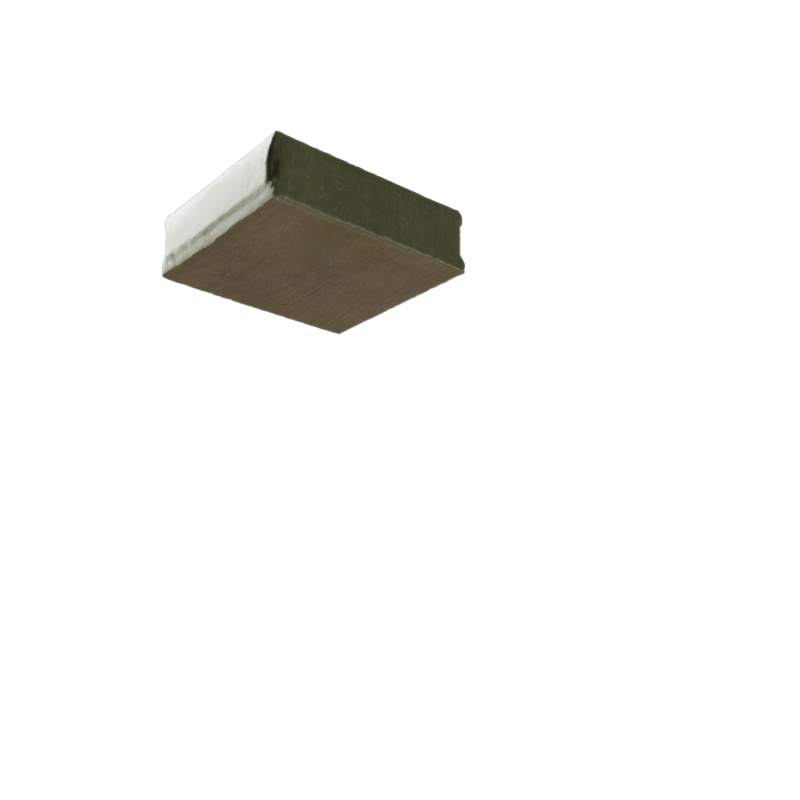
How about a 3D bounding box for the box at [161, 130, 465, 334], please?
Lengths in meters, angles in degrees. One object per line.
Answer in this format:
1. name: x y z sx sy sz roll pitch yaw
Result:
1. box: -0.032 -0.059 0.414 0.084 0.032 0.073 17 -29 -35
